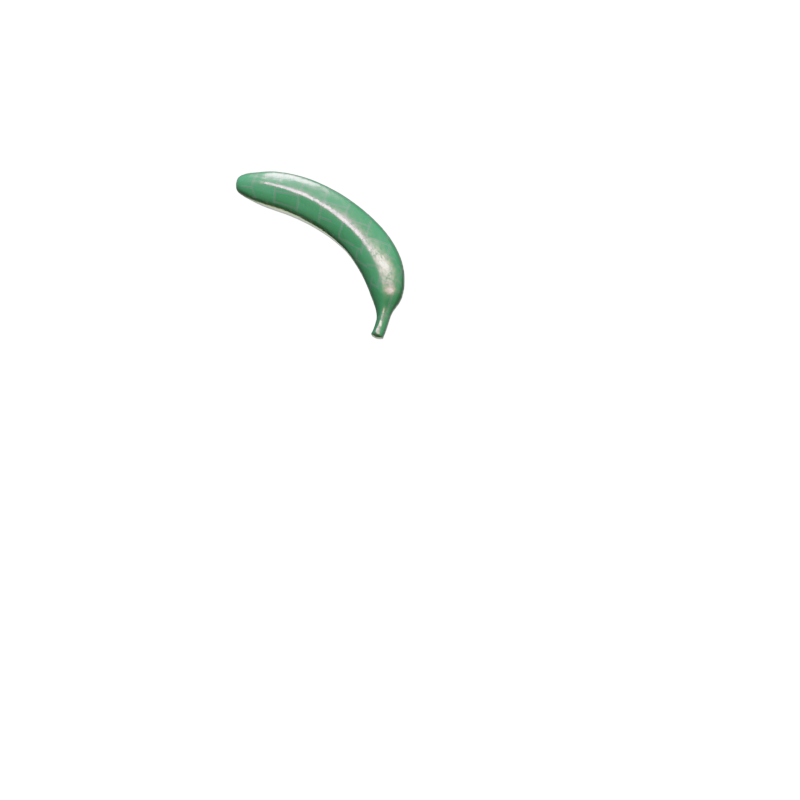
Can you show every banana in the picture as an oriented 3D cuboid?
[{"bbox_3d":[-0.058,-0.144,0.958,0.070,0.209,0.035,-36,-22,-18],"label":"banana"}]
